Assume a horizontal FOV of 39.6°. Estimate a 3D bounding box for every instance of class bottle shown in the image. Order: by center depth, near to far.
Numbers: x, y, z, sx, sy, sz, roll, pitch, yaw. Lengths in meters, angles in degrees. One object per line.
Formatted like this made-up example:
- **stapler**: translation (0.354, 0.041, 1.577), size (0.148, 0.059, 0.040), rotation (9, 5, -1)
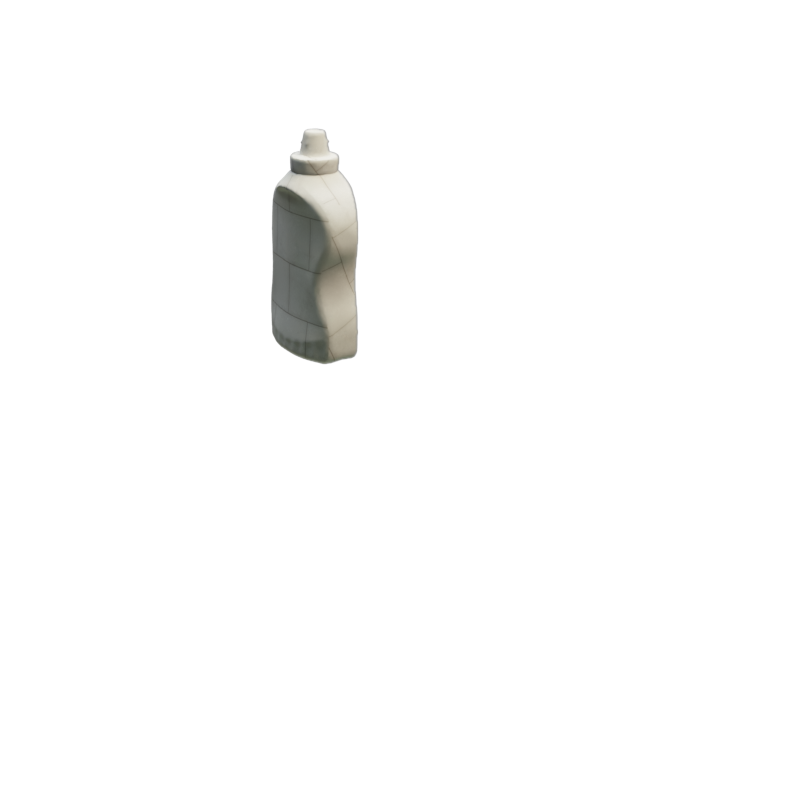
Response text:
- **bottle**: translation (-0.073, -0.134, 0.941), size (0.057, 0.184, 0.102), rotation (-10, 22, -31)
